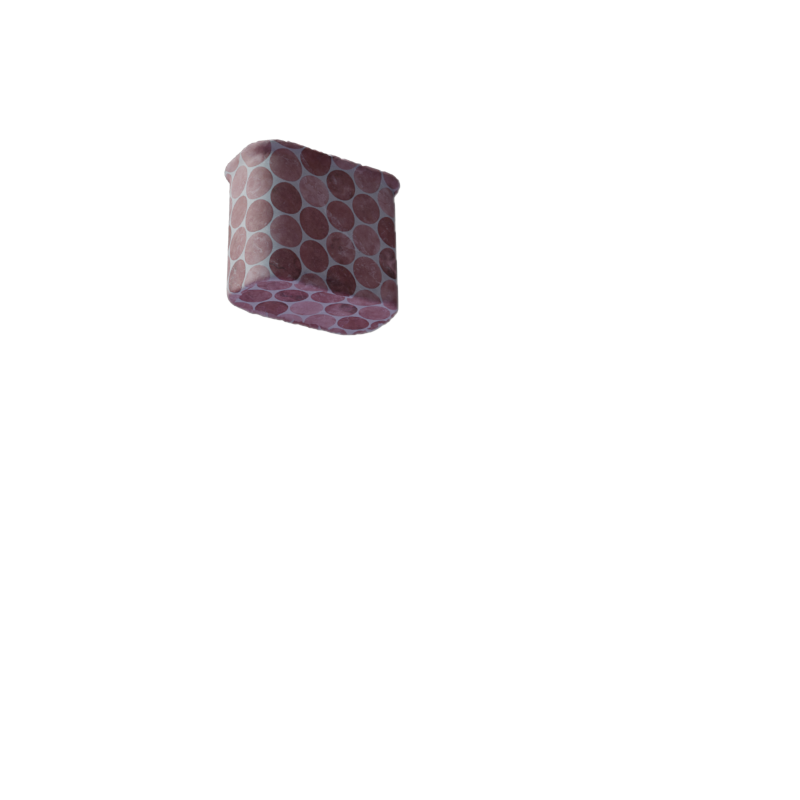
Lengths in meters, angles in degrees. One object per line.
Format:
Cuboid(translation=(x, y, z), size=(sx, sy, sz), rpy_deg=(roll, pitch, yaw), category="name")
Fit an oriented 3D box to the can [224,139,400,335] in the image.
Cuboid(translation=(-0.049, -0.090, 0.629), size=(0.097, 0.088, 0.057), rpy_deg=(13, -27, -31), category="can")
